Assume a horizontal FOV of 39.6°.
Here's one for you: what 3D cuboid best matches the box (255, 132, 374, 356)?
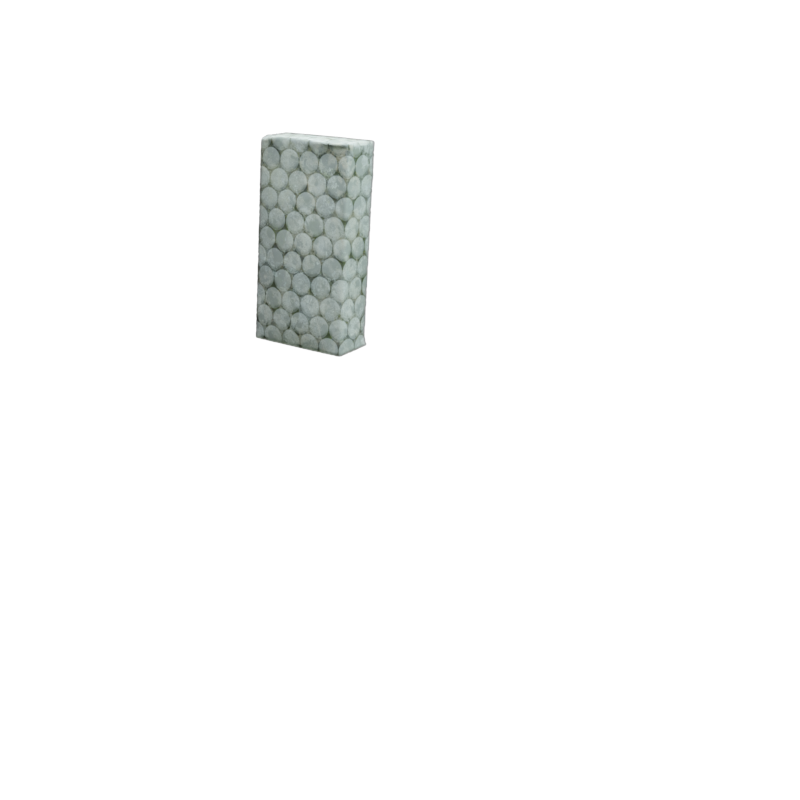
[{"bbox_3d":[-0.073,-0.133,0.929,0.098,0.171,0.047,10,15,33],"label":"box"}]
